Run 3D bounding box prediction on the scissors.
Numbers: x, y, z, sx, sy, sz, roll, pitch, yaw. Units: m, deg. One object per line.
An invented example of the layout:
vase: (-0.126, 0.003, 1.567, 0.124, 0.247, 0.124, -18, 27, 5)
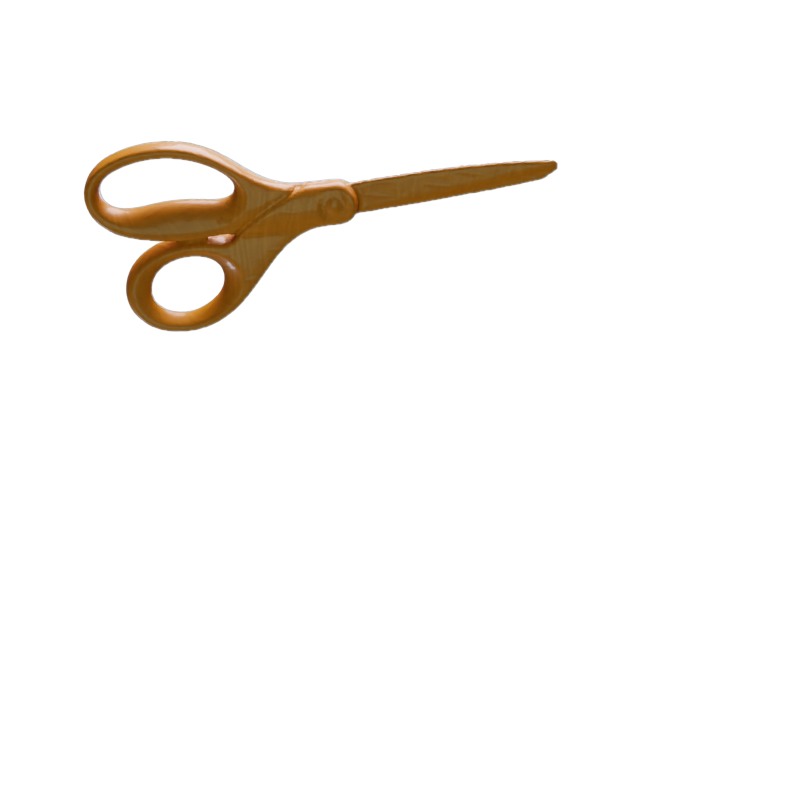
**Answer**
scissors: (-0.038, -0.070, 0.489, 0.201, 0.092, 0.017, 5, 24, -2)
